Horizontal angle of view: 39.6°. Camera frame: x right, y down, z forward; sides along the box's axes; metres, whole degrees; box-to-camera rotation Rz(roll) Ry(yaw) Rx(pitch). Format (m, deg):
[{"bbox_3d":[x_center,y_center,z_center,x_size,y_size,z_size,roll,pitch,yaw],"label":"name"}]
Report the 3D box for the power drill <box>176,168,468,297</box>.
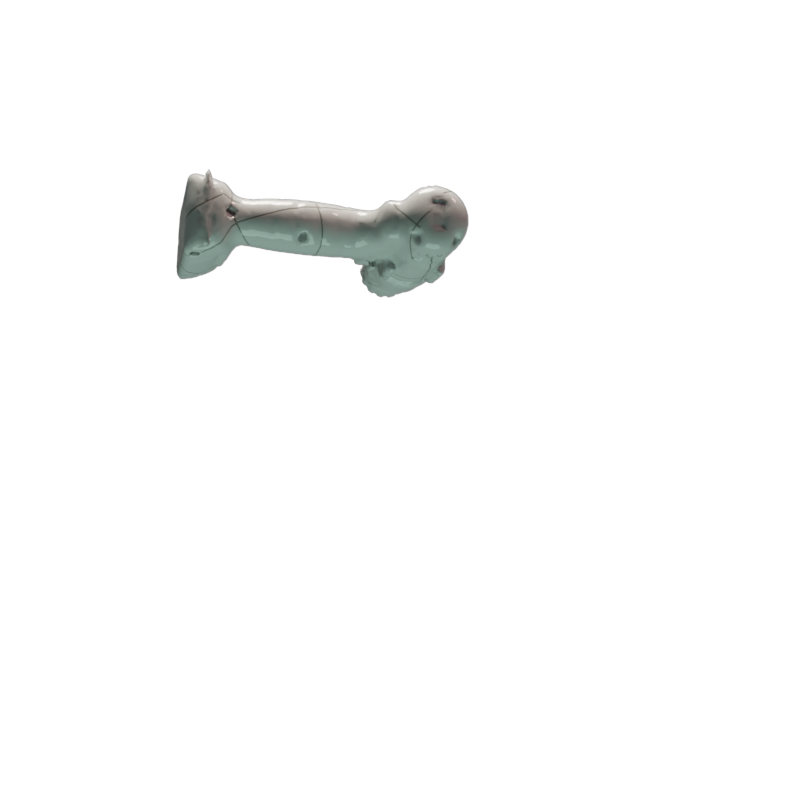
[{"bbox_3d":[-0.061,-0.111,0.777,0.185,0.059,0.181,2,-9,-11],"label":"power drill"}]
